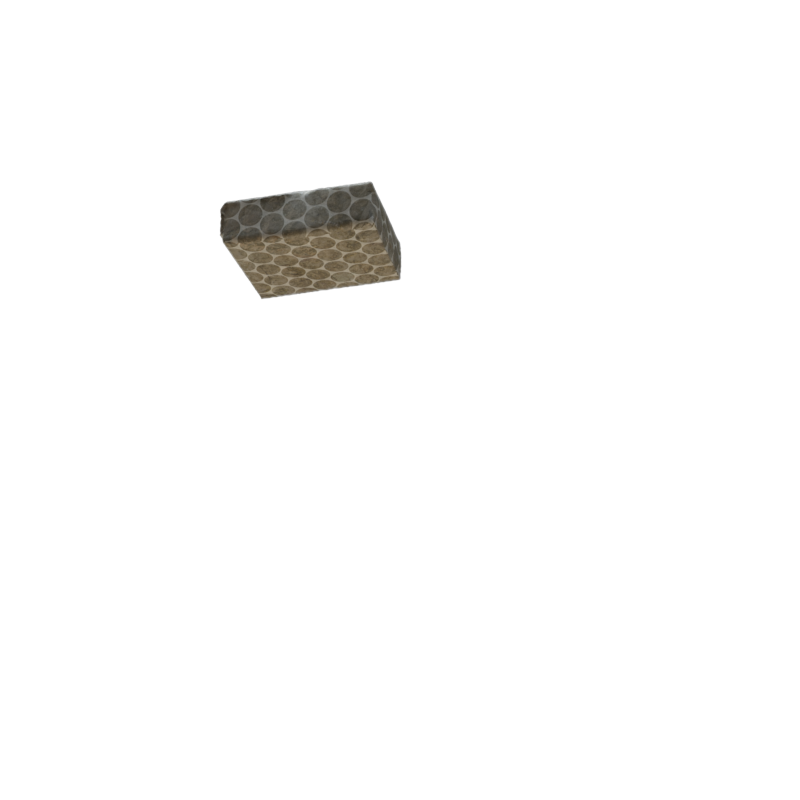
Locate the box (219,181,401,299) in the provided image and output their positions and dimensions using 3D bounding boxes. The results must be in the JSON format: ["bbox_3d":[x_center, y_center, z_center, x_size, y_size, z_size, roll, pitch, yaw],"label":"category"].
[{"bbox_3d":[-0.050,-0.091,0.635,0.090,0.032,0.068,-6,-23,13],"label":"box"}]
